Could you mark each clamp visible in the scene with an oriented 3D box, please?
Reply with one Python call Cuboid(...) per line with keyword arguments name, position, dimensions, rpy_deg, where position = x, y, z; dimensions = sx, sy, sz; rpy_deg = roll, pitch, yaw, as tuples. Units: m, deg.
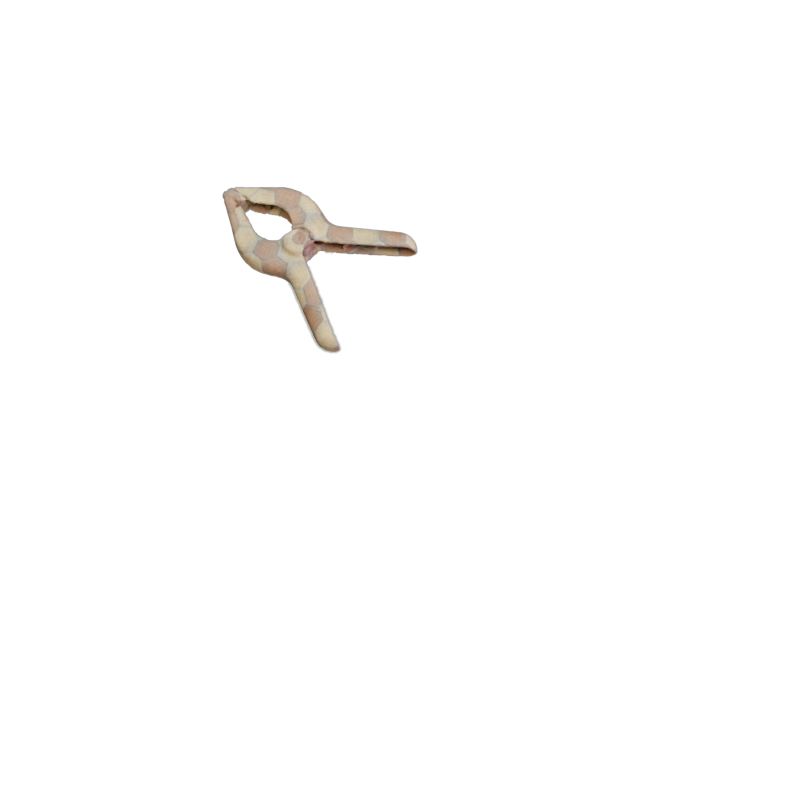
Cuboid(name="clamp", position=(-0.074, -0.135, 0.944), dimensions=(0.121, 0.179, 0.037), rpy_deg=(-41, -18, -16))
